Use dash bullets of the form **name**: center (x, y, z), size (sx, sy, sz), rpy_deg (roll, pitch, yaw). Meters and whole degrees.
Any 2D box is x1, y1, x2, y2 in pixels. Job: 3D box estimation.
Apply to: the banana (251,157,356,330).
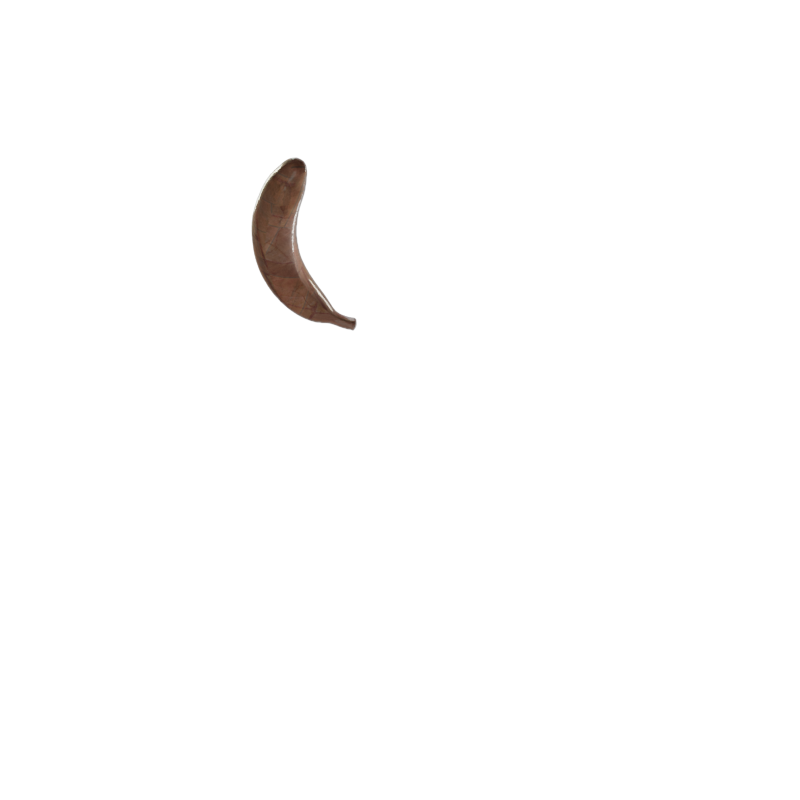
- **banana**: center (-0.090, -0.128, 0.935), size (0.070, 0.039, 0.182), rpy_deg (-9, -41, 9)
